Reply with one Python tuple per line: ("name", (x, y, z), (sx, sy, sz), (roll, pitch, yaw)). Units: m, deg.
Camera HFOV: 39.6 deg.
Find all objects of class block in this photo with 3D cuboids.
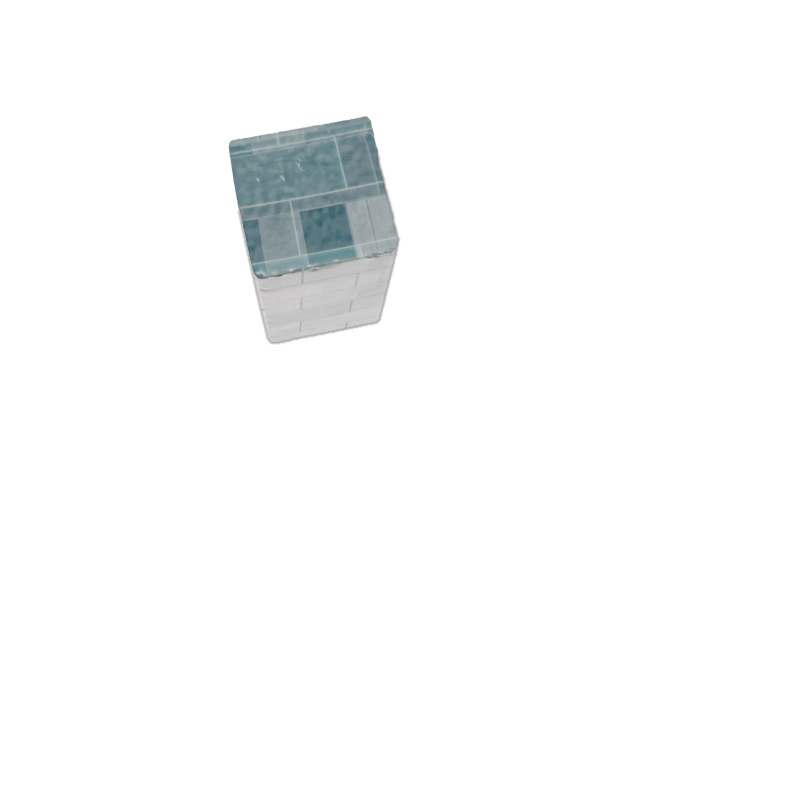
("block", (-0.060, -0.108, 0.761), (0.090, 0.093, 0.200), (-11, -9, -6))
